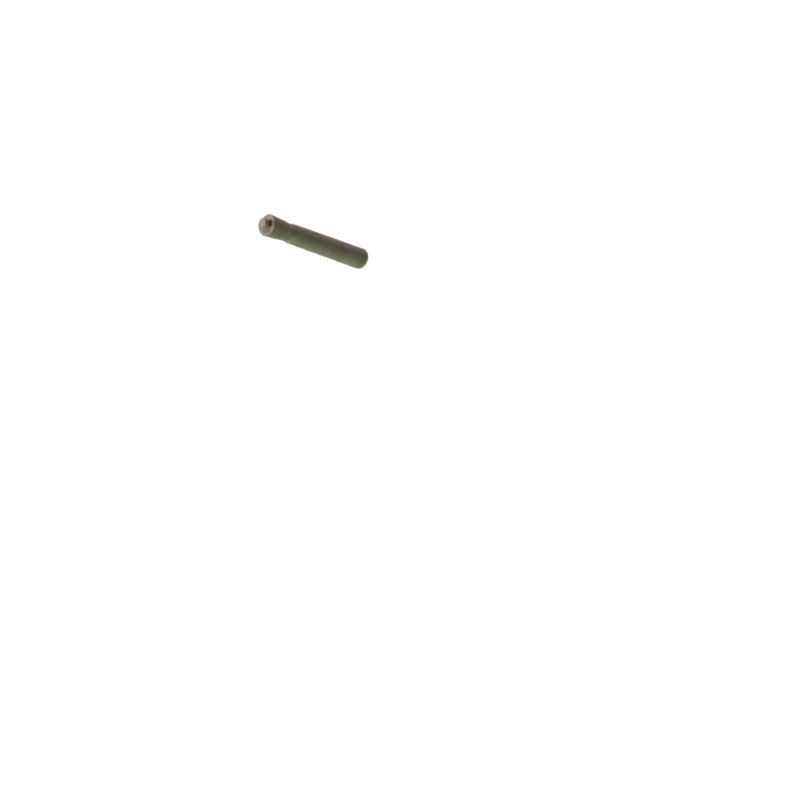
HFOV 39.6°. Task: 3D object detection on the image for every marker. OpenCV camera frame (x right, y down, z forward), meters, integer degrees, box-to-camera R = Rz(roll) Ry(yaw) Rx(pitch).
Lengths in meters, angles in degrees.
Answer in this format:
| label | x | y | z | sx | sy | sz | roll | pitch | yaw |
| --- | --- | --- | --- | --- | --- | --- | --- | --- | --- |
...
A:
| label | x | y | z | sx | sy | sz | roll | pitch | yaw |
| --- | --- | --- | --- | --- | --- | --- | --- | --- | --- |
| marker | -0.074 | -0.134 | 0.939 | 0.021 | 0.020 | 0.114 | 4 | -7 | 44 |
